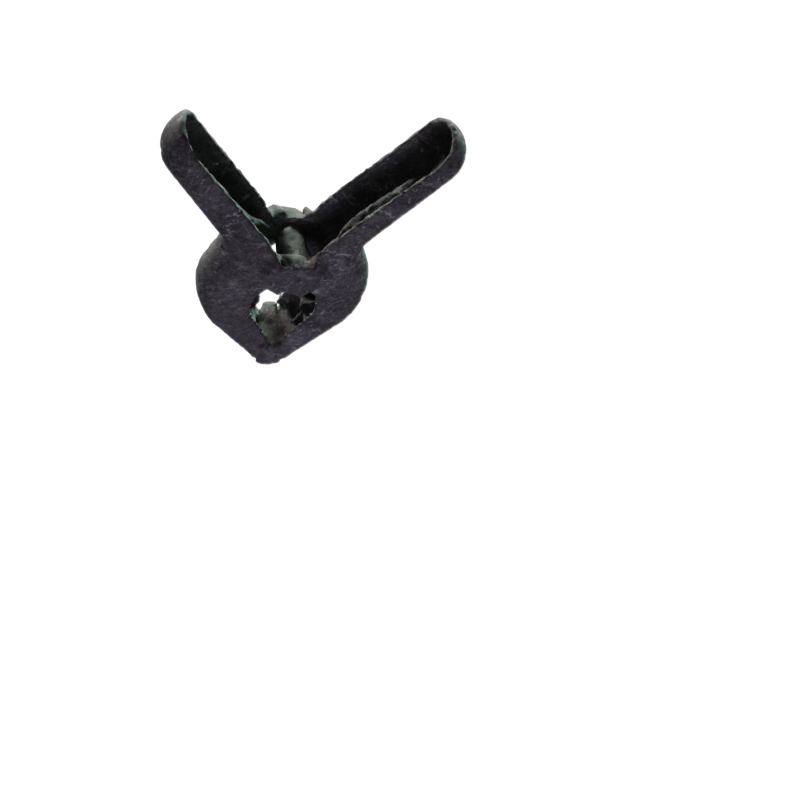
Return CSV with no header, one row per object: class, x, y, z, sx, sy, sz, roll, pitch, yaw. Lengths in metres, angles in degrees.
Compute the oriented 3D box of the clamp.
clamp,-0.038,-0.070,0.488,0.120,0.042,0.162,1,-26,-3
